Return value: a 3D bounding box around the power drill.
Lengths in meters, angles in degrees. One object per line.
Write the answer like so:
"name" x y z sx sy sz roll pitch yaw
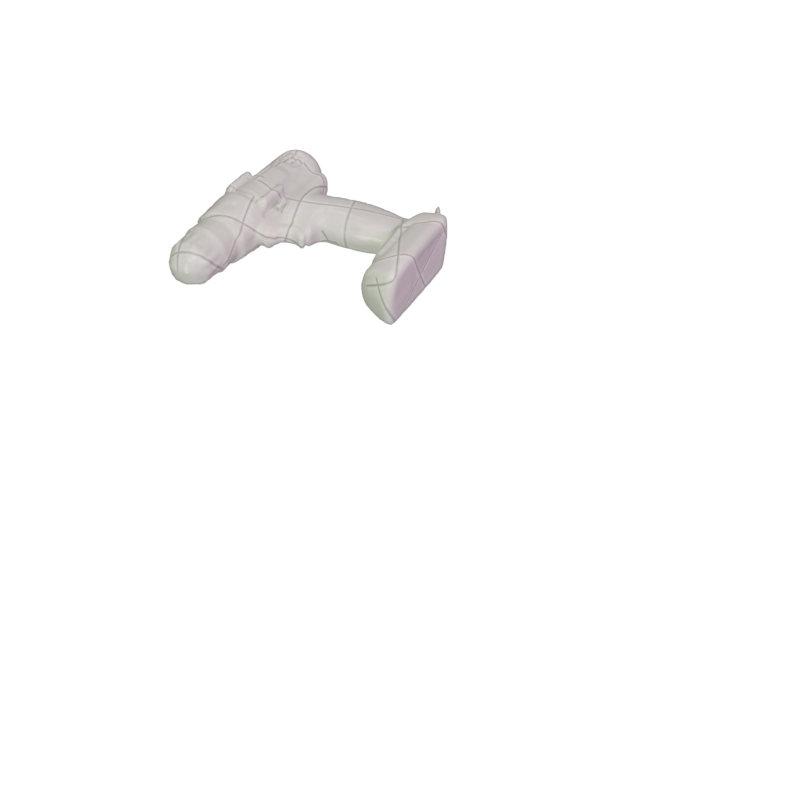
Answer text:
"power drill" -0.071 -0.129 0.904 0.197 0.053 0.189 23 48 22
